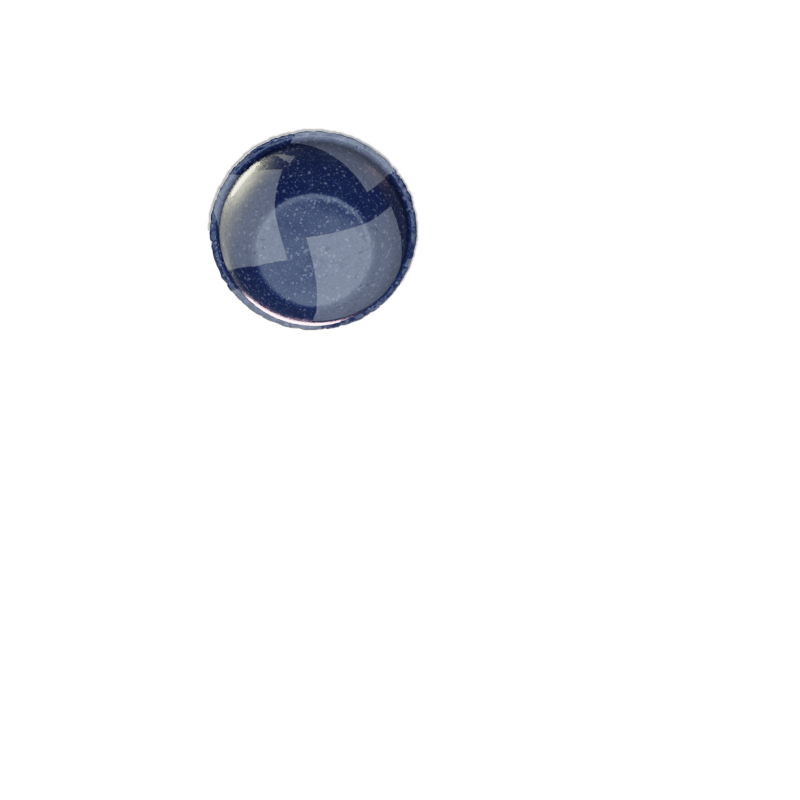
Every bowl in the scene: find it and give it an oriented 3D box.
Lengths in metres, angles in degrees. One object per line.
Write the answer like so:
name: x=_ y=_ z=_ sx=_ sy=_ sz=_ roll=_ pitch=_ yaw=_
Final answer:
bowl: x=-0.066 y=-0.120 z=0.838 sx=0.162 sy=0.156 sz=0.057 roll=0 pitch=18 yaw=-1
